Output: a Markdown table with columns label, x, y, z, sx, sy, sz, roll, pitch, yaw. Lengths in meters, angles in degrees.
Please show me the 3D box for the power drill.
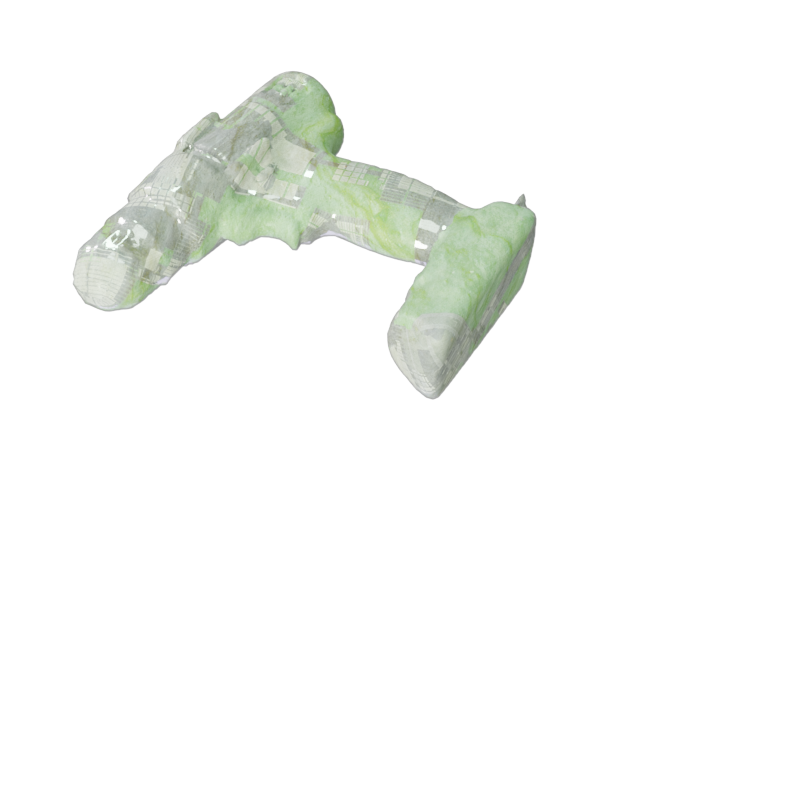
| label | x | y | z | sx | sy | sz | roll | pitch | yaw |
| --- | --- | --- | --- | --- | --- | --- | --- | --- | --- |
| power drill | -0.043 | -0.079 | 0.552 | 0.196 | 0.189 | 0.053 | 29 | -32 | 20 |
